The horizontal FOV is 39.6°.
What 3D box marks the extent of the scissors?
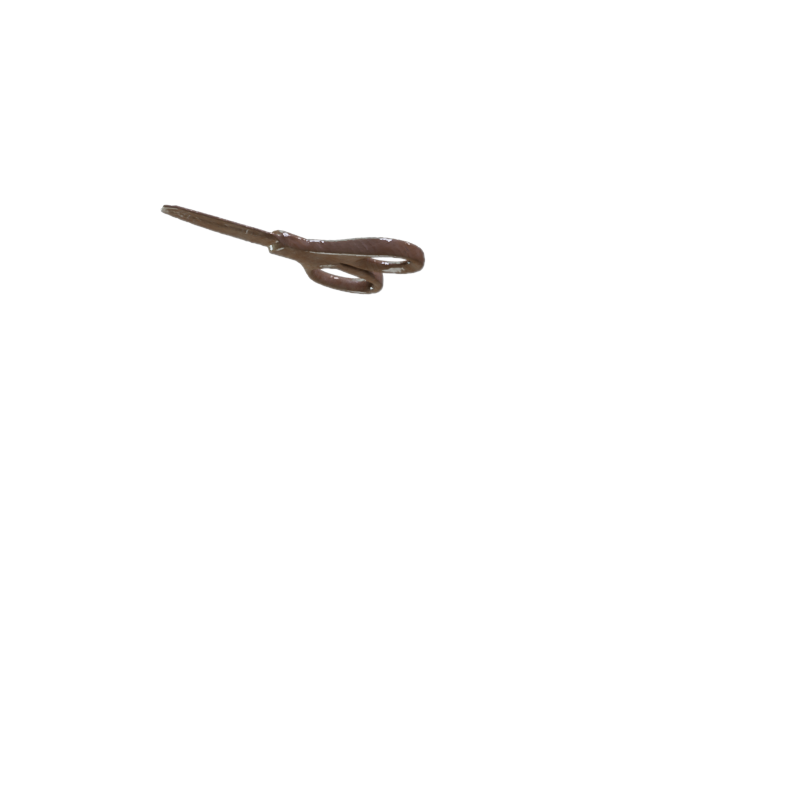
[{"bbox_3d":[-0.058,-0.106,0.743,0.098,0.016,0.189,-8,-16,31],"label":"scissors"}]
